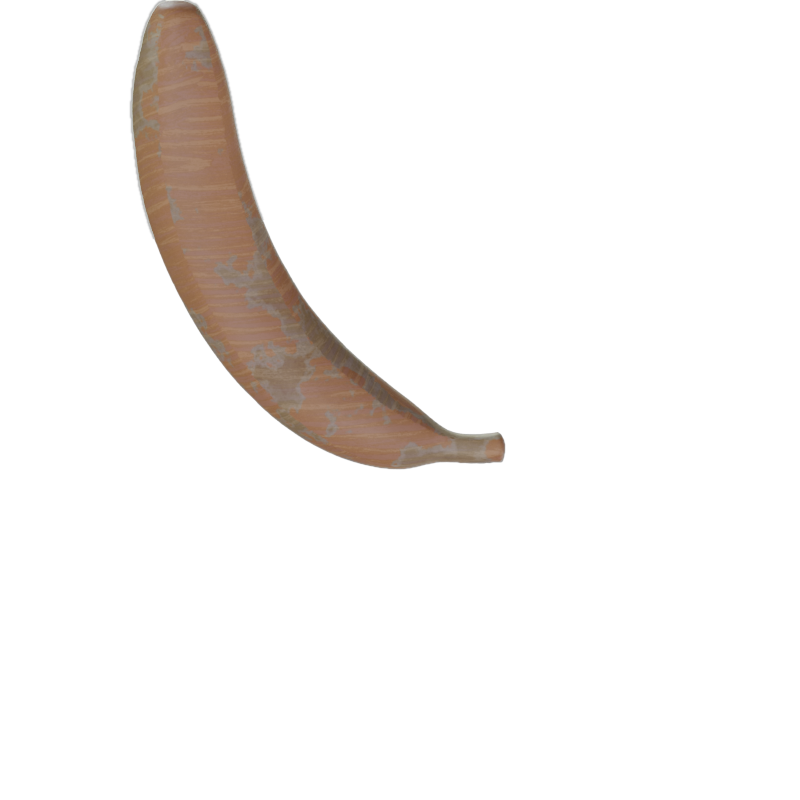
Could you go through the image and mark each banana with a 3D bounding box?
[{"bbox_3d":[-0.043,-0.042,0.389,0.069,0.190,0.038,-34,16,11],"label":"banana"}]
